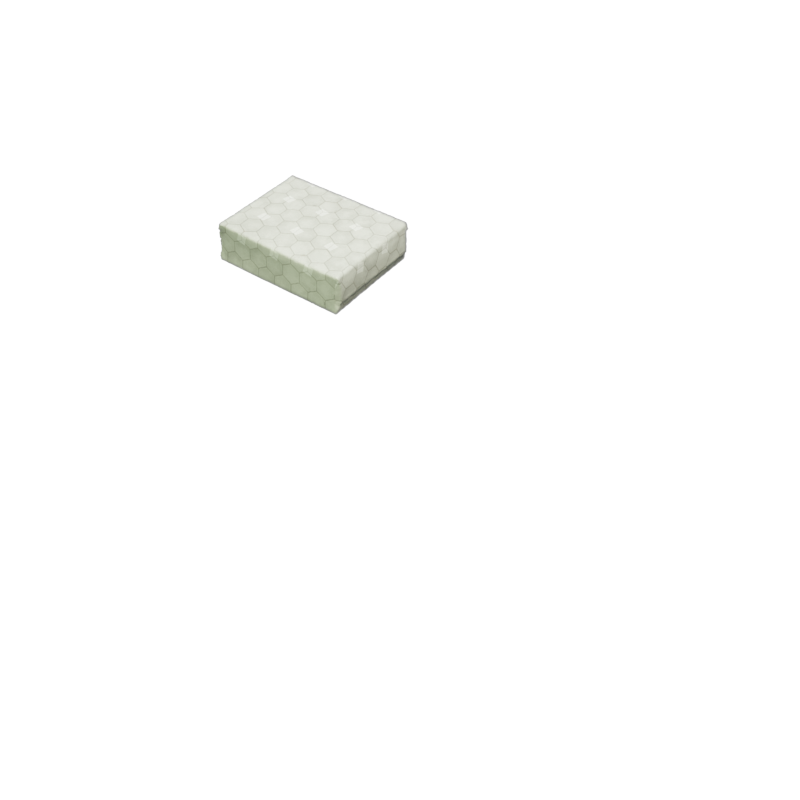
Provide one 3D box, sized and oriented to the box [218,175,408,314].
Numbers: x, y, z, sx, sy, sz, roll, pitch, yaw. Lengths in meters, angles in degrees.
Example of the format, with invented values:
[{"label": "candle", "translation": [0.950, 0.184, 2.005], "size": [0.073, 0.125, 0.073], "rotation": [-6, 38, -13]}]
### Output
[{"label": "box", "translation": [-0.065, -0.119, 0.830], "size": [0.120, 0.036, 0.091], "rotation": [24, 44, 27]}]
